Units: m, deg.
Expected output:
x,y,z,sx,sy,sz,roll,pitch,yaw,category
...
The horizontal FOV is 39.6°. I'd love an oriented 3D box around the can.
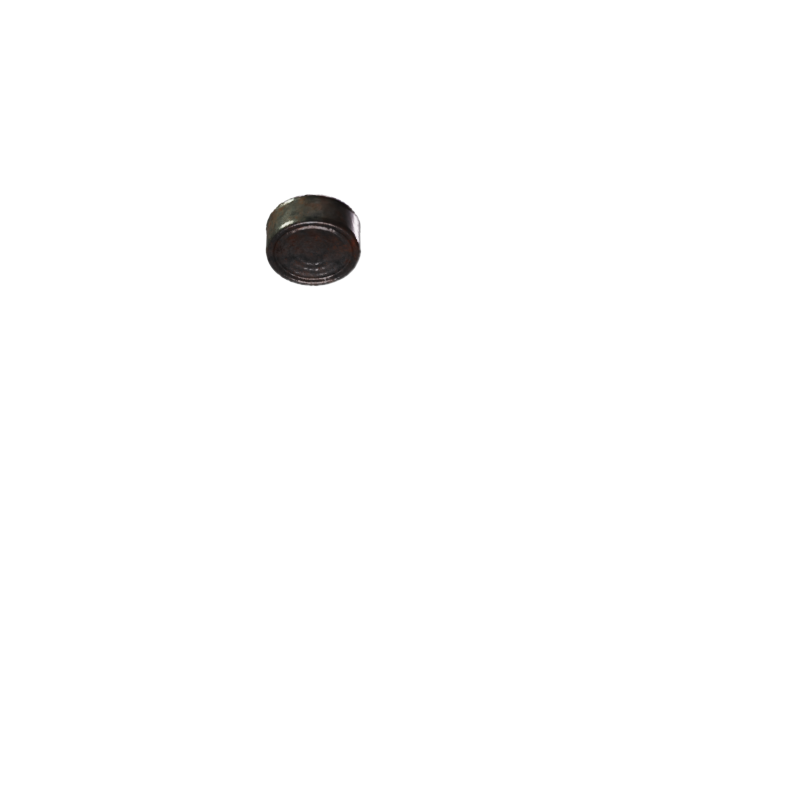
x,y,z,sx,sy,sz,roll,pitch,yaw,category
-0.077,-0.141,0.990,0.086,0.036,0.080,1,-41,-1,can
